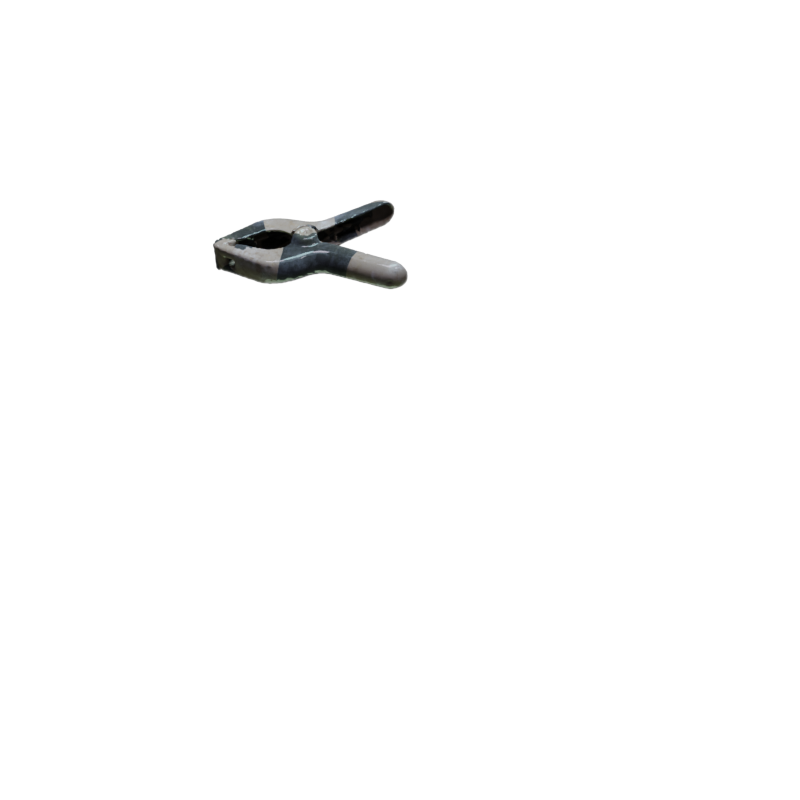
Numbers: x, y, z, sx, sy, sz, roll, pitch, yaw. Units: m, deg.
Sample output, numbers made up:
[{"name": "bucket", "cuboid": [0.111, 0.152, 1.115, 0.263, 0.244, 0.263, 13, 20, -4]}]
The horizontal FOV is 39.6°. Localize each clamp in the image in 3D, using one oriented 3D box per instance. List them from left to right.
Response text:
[{"name": "clamp", "cuboid": [-0.078, -0.141, 0.990, 0.173, 0.037, 0.127, 3, 34, 4]}]
